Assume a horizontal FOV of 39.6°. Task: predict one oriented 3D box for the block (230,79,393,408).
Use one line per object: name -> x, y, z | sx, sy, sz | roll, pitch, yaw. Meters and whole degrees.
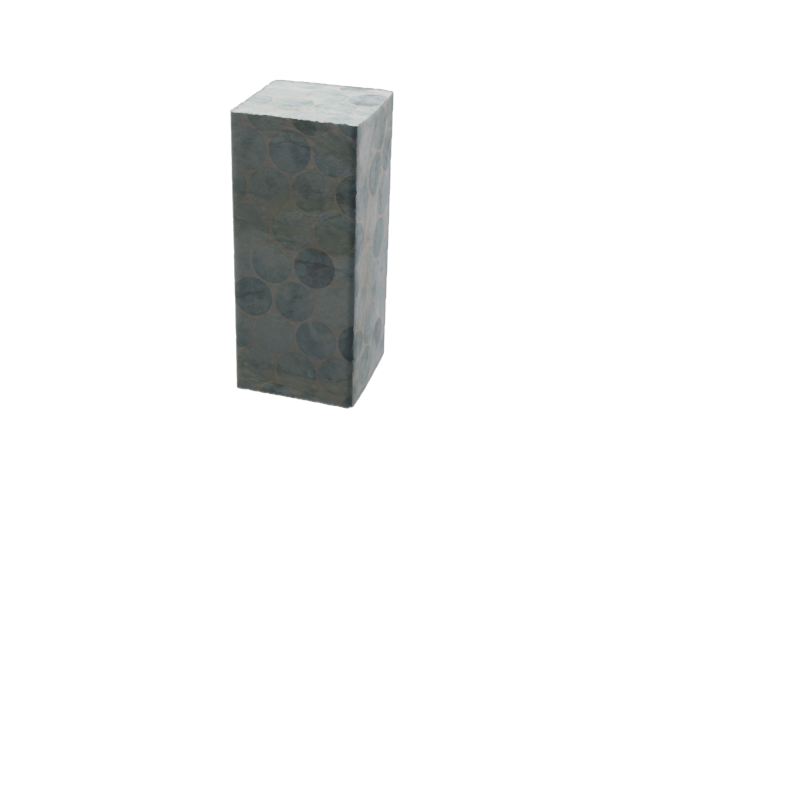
block -> -0.061, -0.112, 0.782 | 0.093, 0.196, 0.093 | 9, 26, 15
